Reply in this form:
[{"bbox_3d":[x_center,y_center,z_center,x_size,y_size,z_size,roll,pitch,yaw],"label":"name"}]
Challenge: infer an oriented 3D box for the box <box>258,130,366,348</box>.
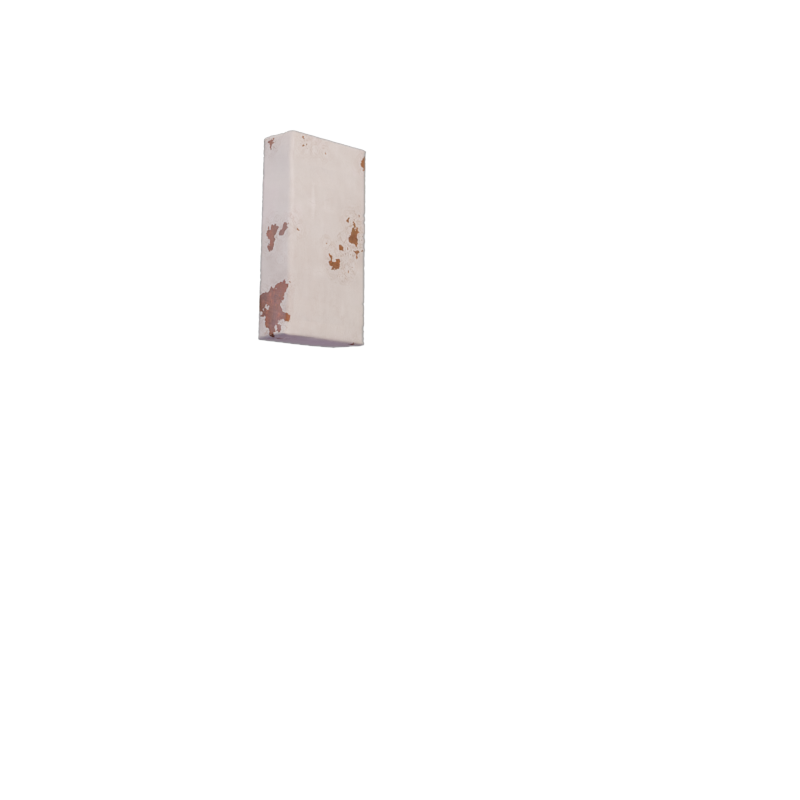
[{"bbox_3d":[-0.075,-0.137,0.960,0.049,0.181,0.089,-12,-16,43],"label":"box"}]
